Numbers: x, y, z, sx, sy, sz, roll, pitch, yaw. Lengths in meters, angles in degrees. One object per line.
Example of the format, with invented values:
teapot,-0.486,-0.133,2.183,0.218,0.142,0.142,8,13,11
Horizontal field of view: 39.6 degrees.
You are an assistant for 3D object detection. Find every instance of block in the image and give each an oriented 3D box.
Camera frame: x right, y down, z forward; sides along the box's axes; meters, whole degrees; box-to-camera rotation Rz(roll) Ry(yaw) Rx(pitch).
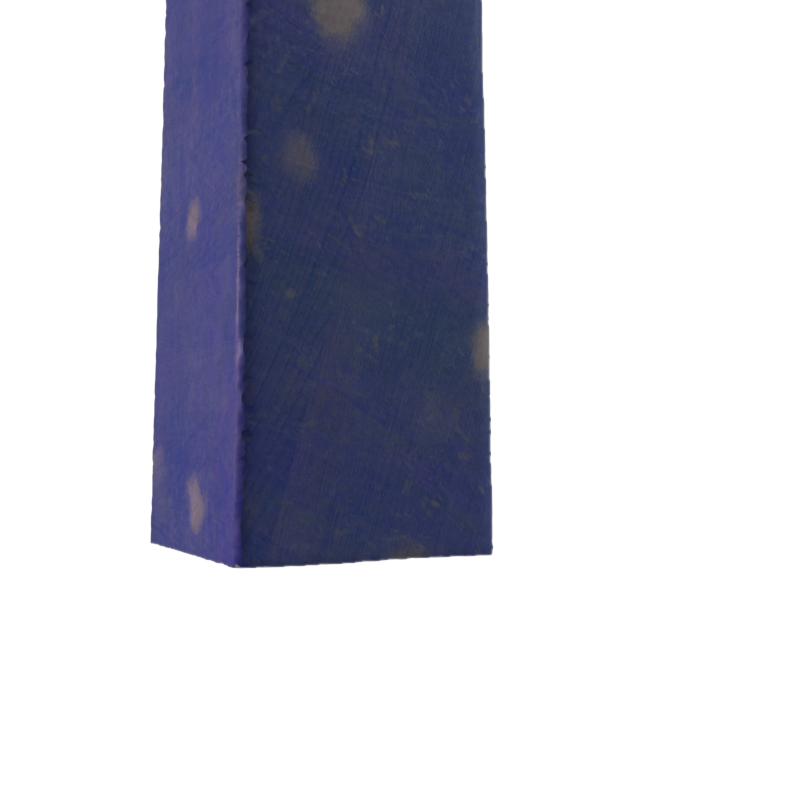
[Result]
block,-0.029,-0.055,0.384,0.087,0.211,0.092,4,-9,-27
